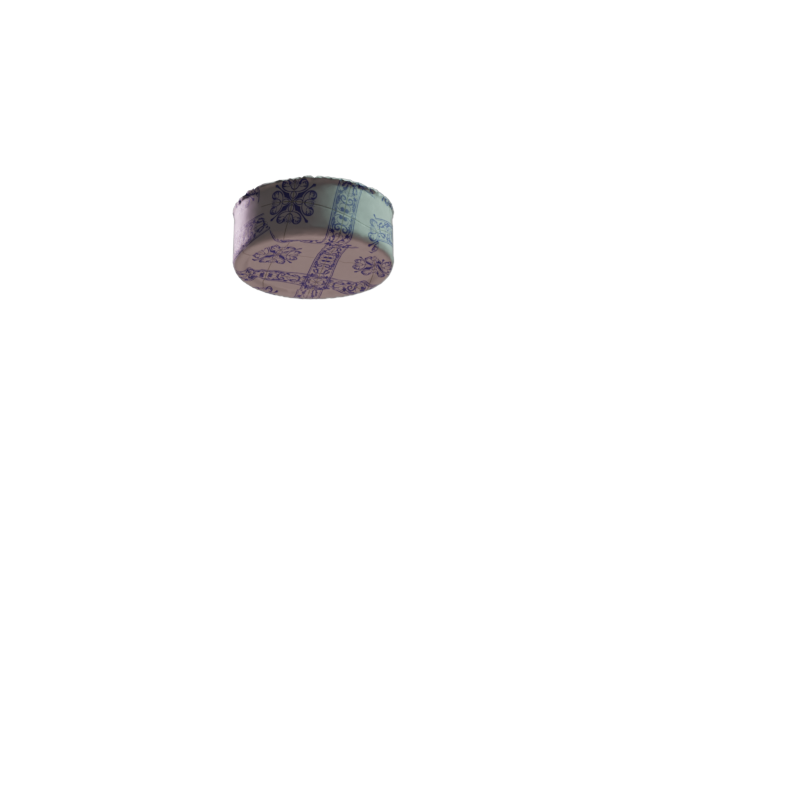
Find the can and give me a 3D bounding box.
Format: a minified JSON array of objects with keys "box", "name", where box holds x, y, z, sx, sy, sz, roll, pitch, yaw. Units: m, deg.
[{"box":[-0.046,-0.083,0.584,0.086,0.035,0.082,0,-19,-2],"name":"can"}]
